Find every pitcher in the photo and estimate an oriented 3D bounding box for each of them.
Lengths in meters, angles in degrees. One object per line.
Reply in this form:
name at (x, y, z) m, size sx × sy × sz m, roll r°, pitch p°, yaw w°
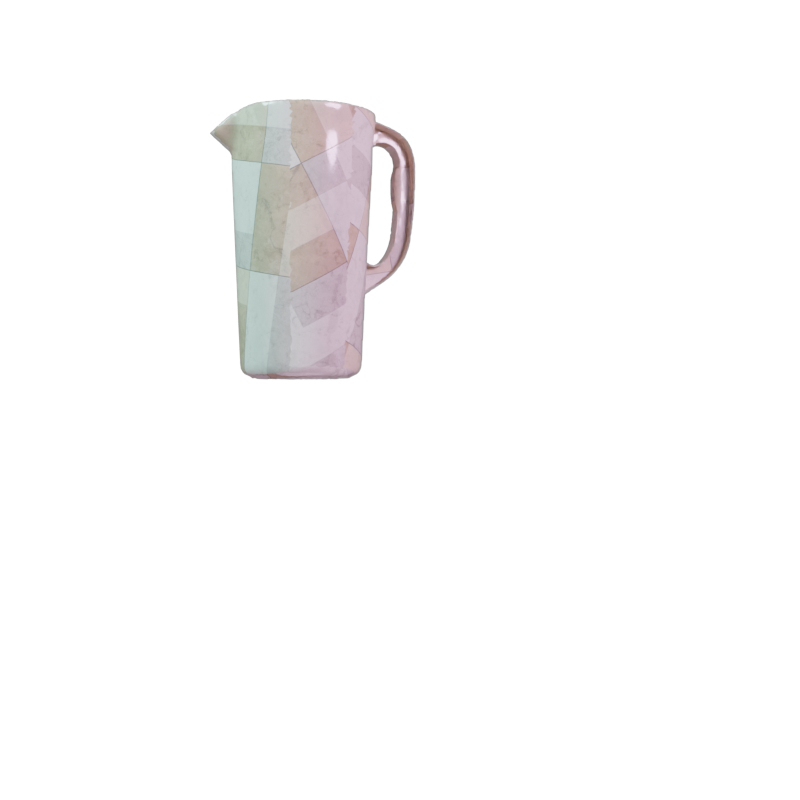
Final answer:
pitcher at (-0.078, -0.142, 0.995) m, size 0.153 × 0.246 × 0.139 m, roll -2°, pitch -3°, yaw 26°
